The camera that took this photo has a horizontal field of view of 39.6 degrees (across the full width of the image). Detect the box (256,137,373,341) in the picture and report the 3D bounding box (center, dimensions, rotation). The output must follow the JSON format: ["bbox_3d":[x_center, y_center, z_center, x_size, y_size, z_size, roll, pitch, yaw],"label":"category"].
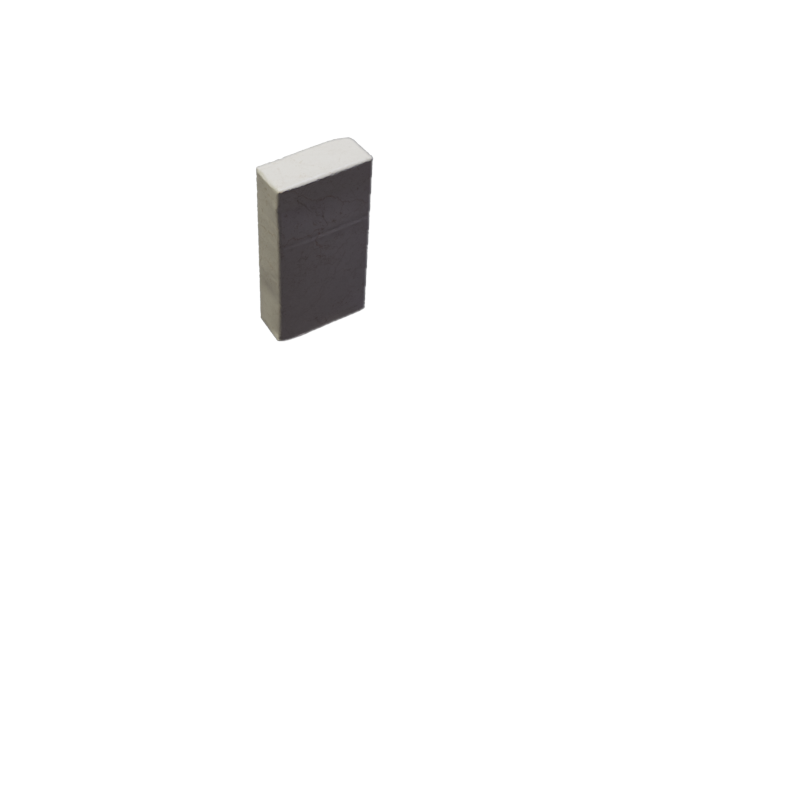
[{"bbox_3d":[-0.075,-0.137,0.959,0.093,0.164,0.052,-23,49,-25],"label":"box"}]
